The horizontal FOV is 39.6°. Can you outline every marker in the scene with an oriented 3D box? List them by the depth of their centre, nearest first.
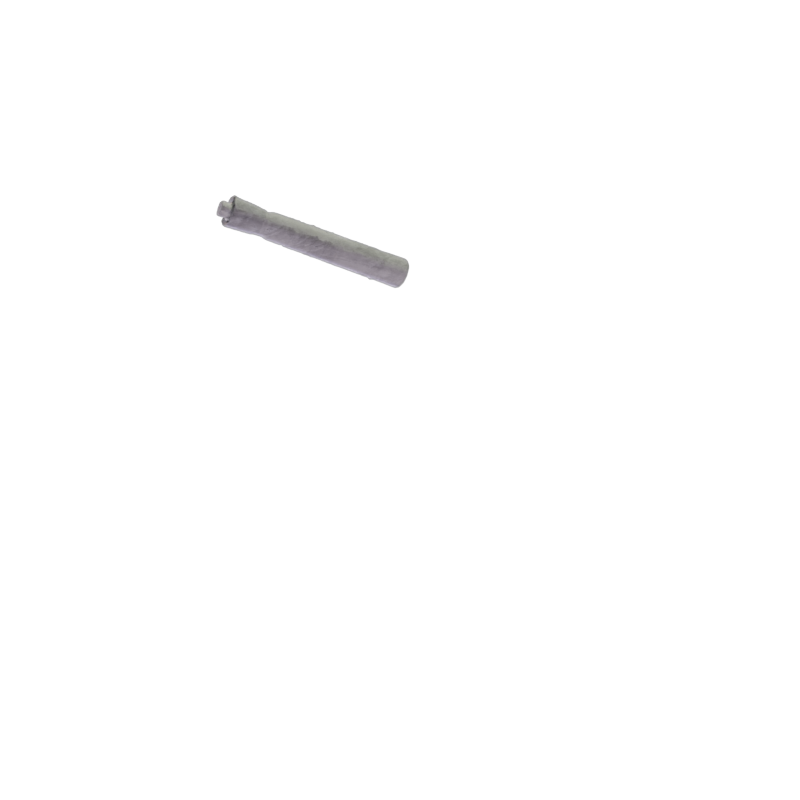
[{"bbox_3d":[-0.051,-0.093,0.648,0.116,0.020,0.020,17,-3,-22],"label":"marker"}]
